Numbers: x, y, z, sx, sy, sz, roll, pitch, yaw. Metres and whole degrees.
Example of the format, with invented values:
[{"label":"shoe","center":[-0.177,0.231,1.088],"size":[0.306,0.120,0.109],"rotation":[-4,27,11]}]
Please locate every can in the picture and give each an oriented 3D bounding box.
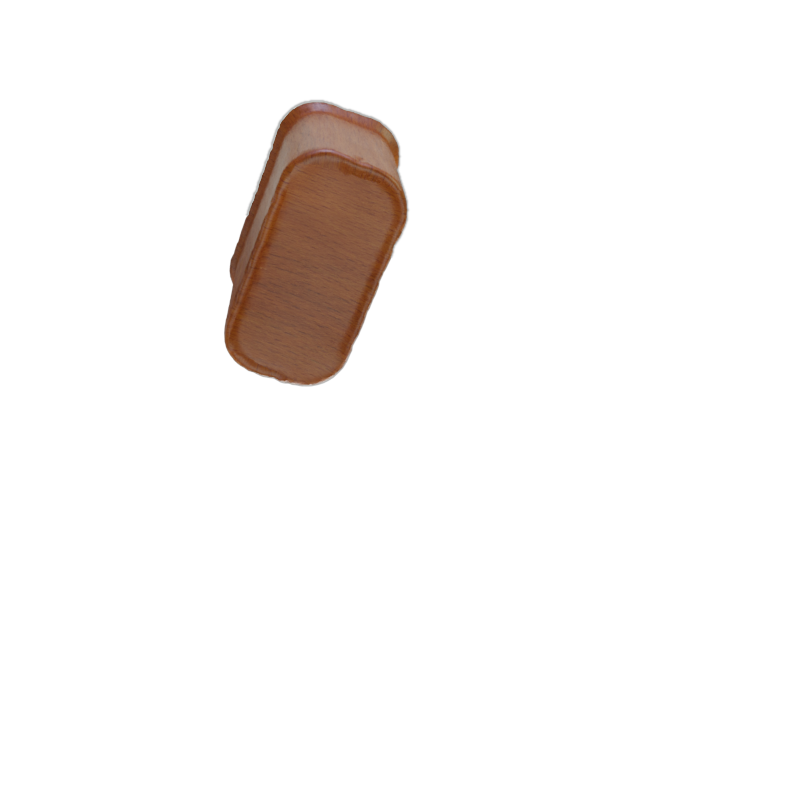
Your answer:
[{"label":"can","center":[-0.037,-0.067,0.467],"size":[0.056,0.099,0.088],"rotation":[19,20,-11]}]
